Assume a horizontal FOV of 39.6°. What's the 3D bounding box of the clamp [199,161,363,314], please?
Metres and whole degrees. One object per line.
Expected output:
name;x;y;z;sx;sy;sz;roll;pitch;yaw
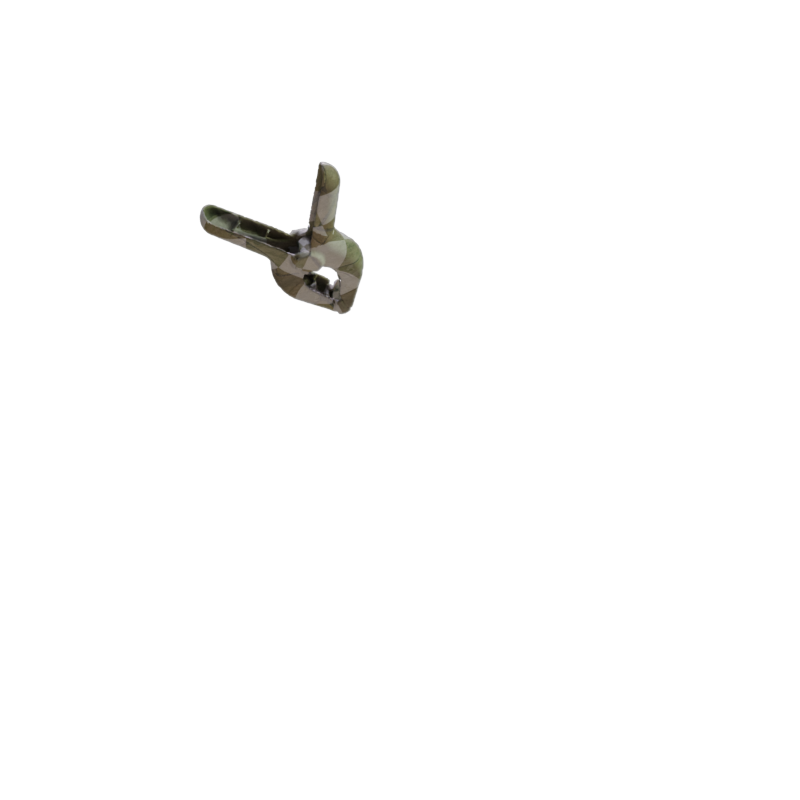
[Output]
clamp;-0.073;-0.133;0.929;0.121;0.042;0.159;-18;-35;27
